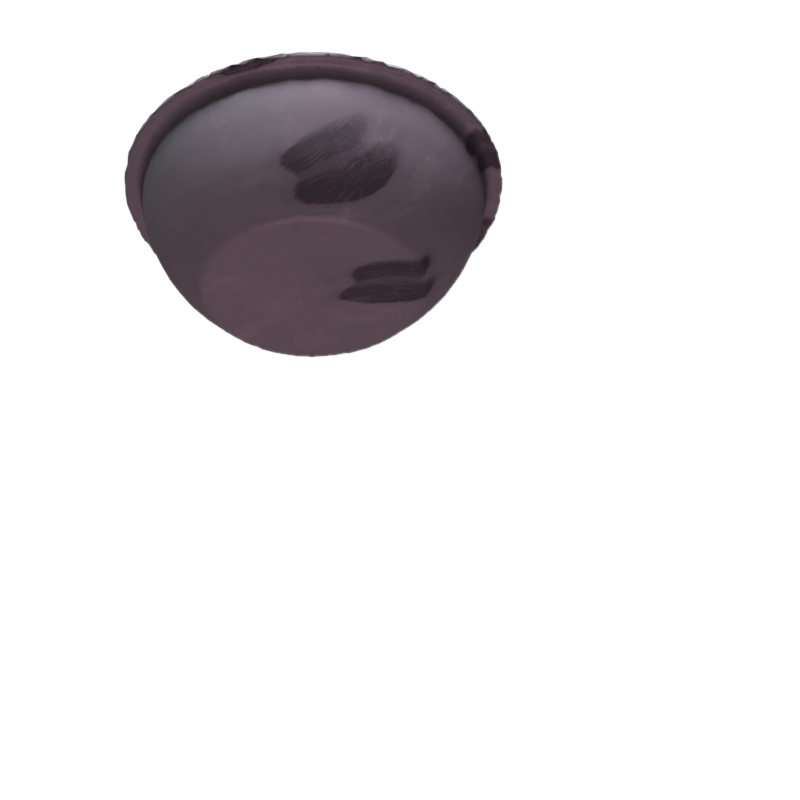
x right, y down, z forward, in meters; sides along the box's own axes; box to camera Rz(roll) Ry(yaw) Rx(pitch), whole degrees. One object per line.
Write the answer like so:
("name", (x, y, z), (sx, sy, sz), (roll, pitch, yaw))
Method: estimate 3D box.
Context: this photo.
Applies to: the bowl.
("bowl", (-0.036, -0.066, 0.461), (0.162, 0.059, 0.151), (1, -36, -2))
